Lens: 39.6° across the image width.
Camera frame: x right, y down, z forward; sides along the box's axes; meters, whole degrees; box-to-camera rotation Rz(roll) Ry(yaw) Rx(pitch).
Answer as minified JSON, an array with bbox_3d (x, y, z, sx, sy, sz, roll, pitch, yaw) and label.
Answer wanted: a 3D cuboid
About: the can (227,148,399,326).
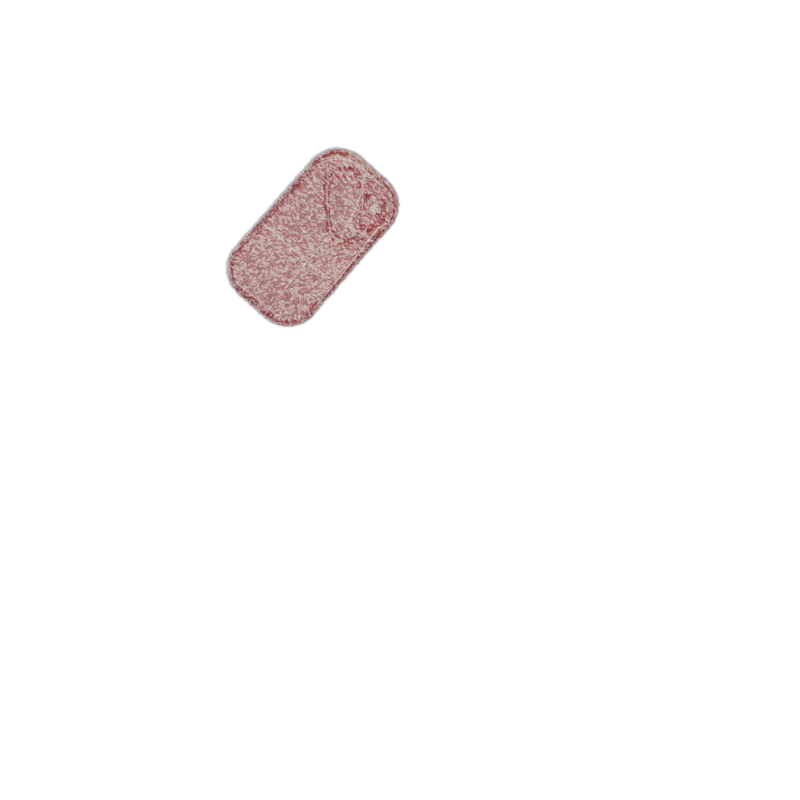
[{"bbox_3d":[-0.051,-0.093,0.652,0.057,0.102,0.084,41,-1,-4],"label":"can"}]
